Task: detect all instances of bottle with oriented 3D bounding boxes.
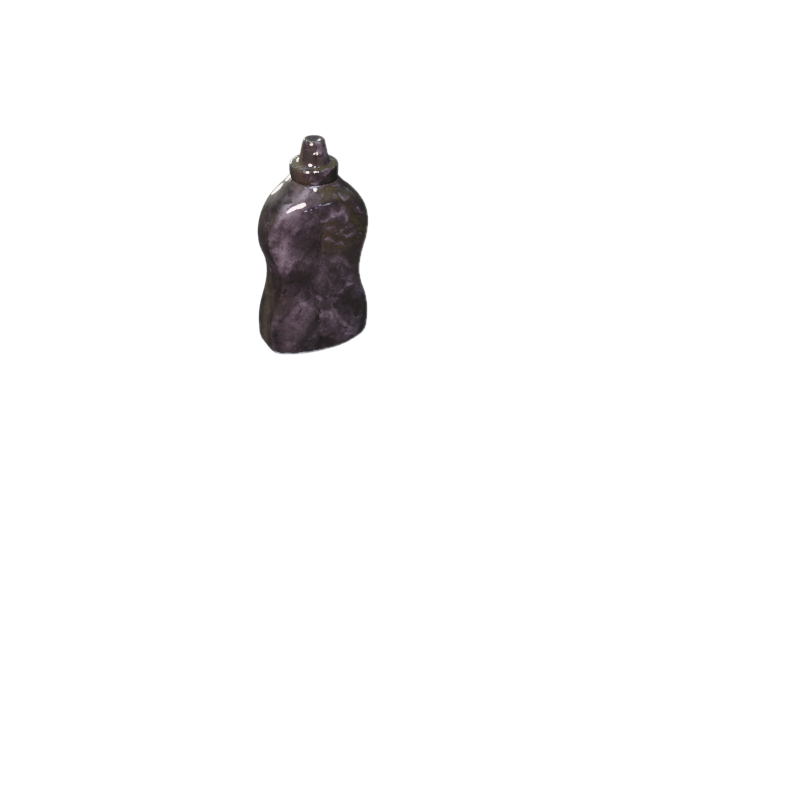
[{"bbox_3d":[-0.074,-0.135,0.950,0.094,0.180,0.063,-12,33,-22],"label":"bottle"}]
